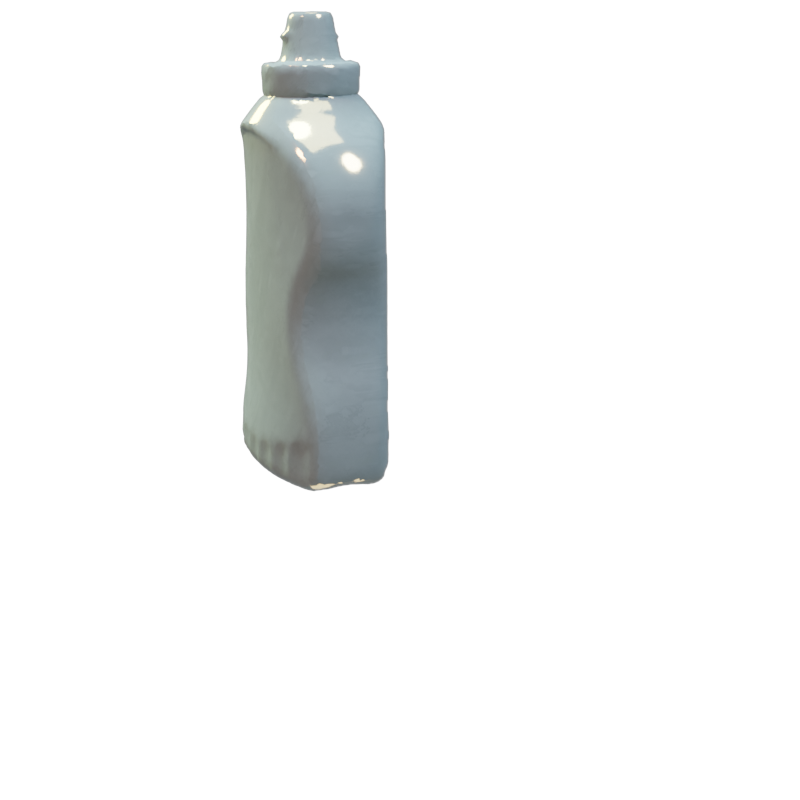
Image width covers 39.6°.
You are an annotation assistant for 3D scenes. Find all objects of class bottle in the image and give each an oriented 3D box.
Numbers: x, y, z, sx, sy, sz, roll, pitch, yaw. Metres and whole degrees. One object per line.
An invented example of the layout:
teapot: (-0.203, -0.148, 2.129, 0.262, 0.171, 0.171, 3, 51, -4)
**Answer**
bottle: (-0.037, -0.067, 0.472, 0.057, 0.186, 0.101, -3, 13, -19)
